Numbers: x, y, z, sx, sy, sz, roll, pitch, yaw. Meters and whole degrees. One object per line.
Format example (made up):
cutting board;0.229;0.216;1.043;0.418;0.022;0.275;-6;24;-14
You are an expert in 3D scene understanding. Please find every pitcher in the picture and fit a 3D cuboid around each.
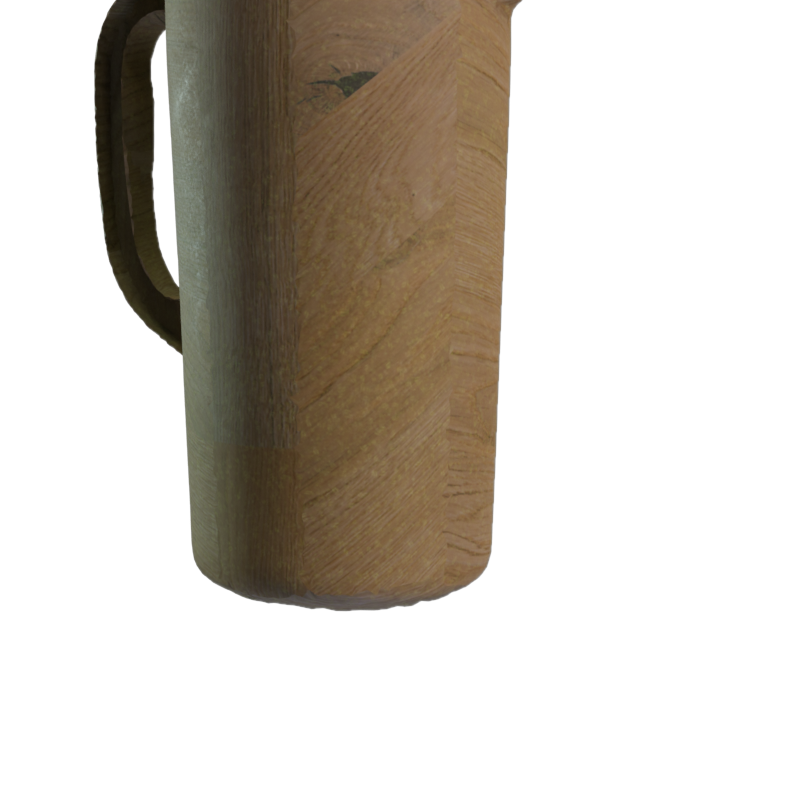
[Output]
pitcher;-0.032;-0.059;0.411;0.141;0.244;0.153;0;0;-22
